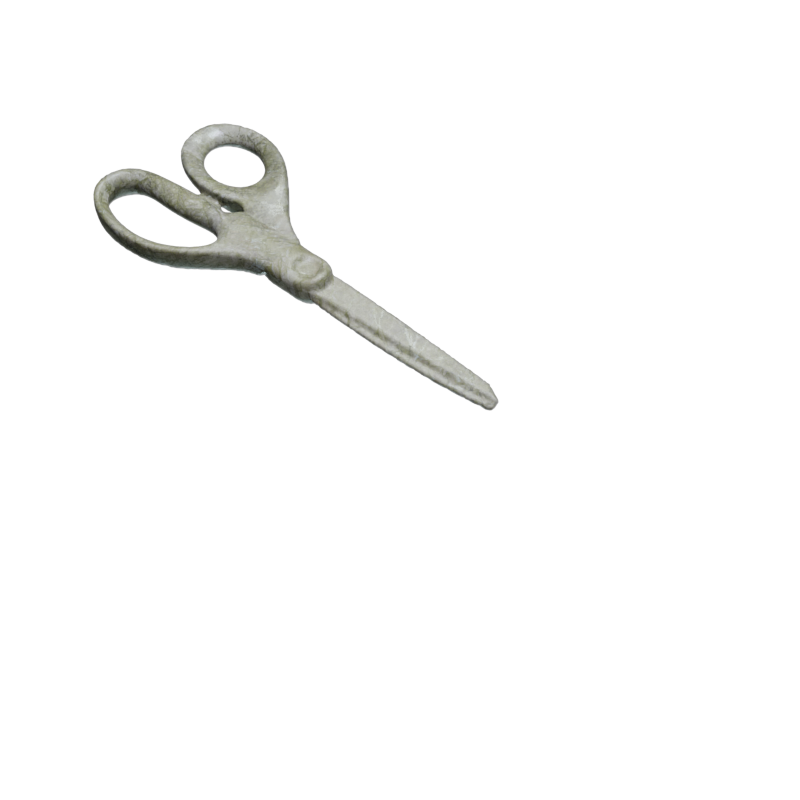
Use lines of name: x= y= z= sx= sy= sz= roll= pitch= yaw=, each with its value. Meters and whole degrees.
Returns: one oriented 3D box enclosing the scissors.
scissors: x=-0.038 y=-0.069 z=0.481 sx=0.209 sy=0.100 sz=0.015 roll=21 pitch=-36 yaw=16
